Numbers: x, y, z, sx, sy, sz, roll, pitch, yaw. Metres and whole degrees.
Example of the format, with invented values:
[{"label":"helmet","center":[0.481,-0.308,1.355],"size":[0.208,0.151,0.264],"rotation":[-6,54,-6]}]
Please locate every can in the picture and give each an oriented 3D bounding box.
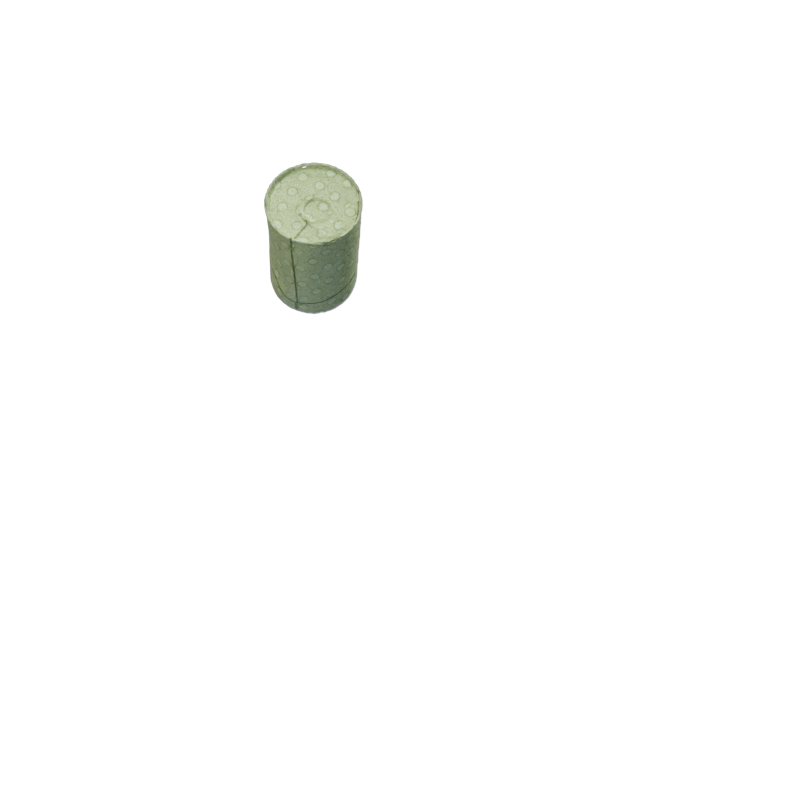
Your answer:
[{"label":"can","center":[-0.063,-0.115,0.805],"size":[0.068,0.073,0.096],"rotation":[0,-28,-3]}]
